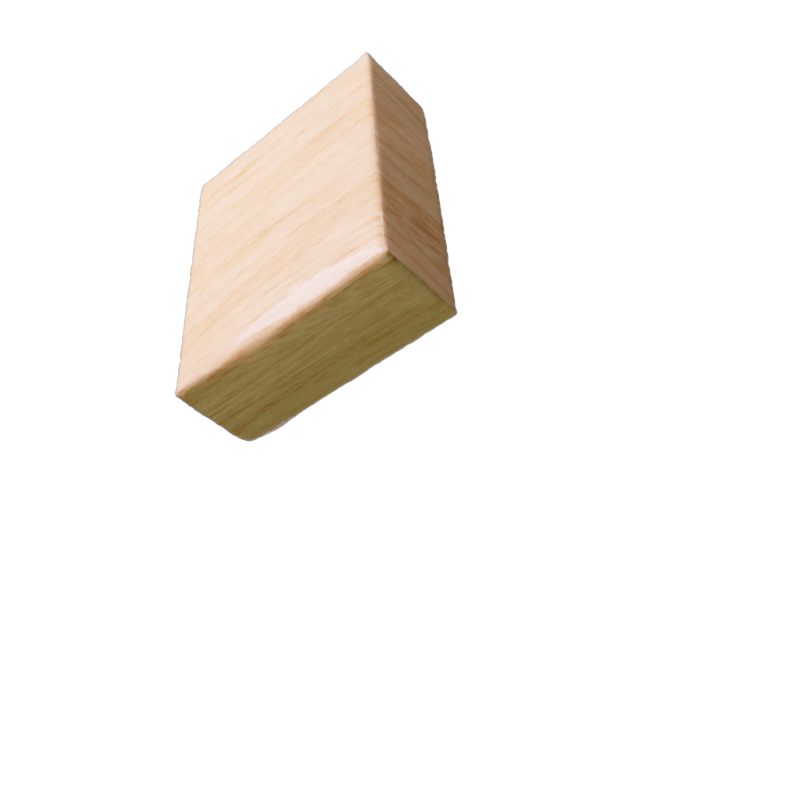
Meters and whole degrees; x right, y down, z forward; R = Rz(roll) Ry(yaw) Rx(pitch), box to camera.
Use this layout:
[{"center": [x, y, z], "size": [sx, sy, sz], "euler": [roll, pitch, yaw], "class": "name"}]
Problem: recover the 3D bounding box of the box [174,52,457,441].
[{"center": [-0.055, -0.101, 0.705], "size": [0.163, 0.229, 0.067], "euler": [-33, -53, 24], "class": "box"}]
